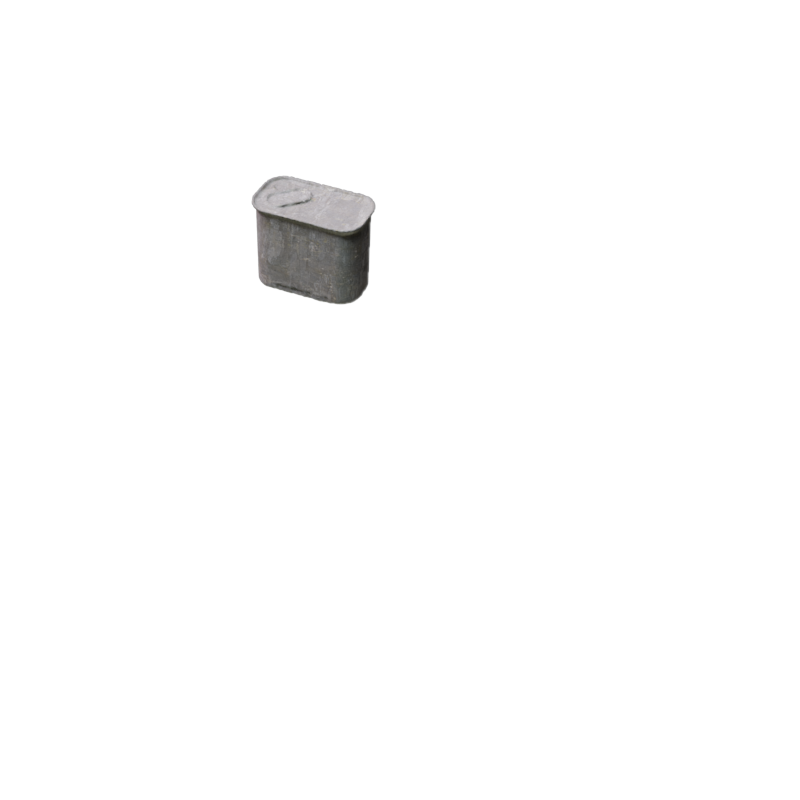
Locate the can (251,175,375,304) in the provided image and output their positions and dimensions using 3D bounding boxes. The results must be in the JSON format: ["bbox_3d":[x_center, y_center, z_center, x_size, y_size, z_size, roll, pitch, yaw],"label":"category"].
[{"bbox_3d":[-0.075,-0.136,0.952,0.105,0.078,0.059,17,42,17],"label":"can"}]
